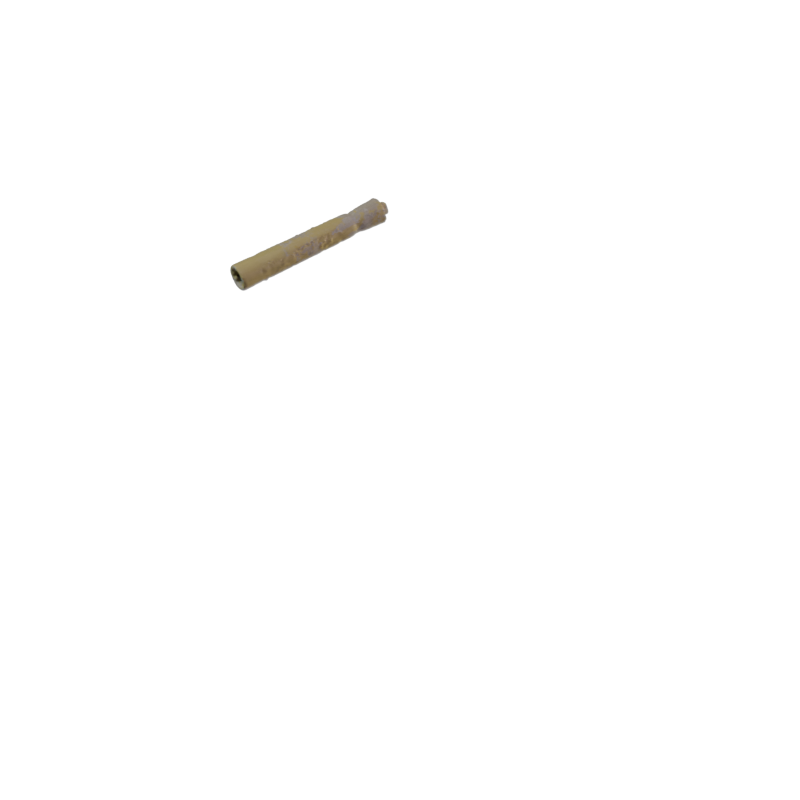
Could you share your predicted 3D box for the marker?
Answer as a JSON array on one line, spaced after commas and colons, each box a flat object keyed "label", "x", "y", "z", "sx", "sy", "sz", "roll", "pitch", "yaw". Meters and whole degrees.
[{"label": "marker", "x": -0.059, "y": -0.107, "z": 0.752, "sx": 0.121, "sy": 0.019, "sz": 0.020, "roll": -29, "pitch": 16, "yaw": -23}]
